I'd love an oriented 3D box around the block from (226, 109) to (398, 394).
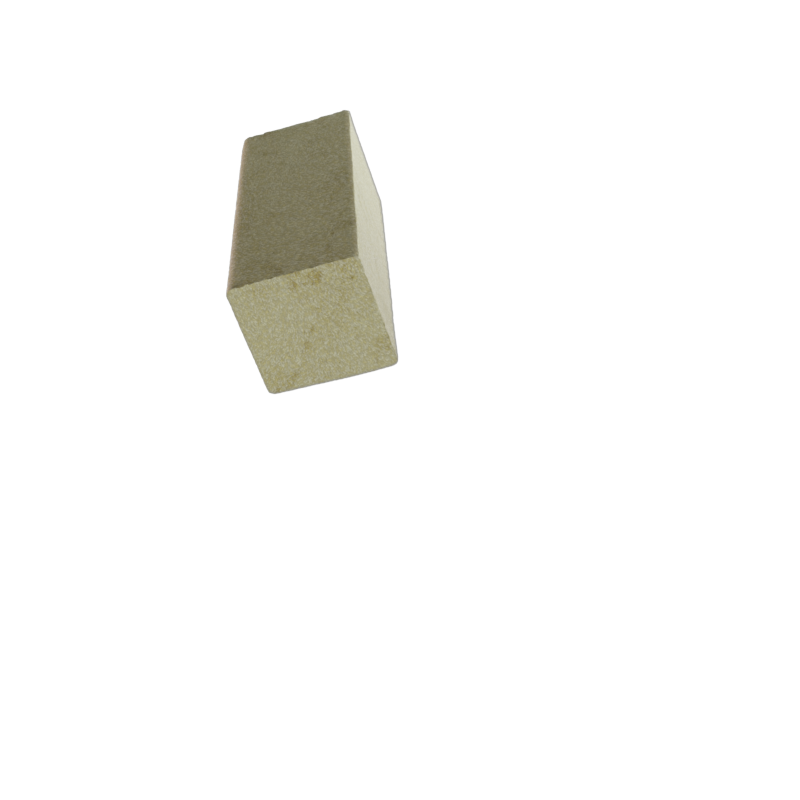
[{"bbox_3d":[-0.062,-0.112,0.784,0.091,0.084,0.221,-15,37,8],"label":"block"}]
